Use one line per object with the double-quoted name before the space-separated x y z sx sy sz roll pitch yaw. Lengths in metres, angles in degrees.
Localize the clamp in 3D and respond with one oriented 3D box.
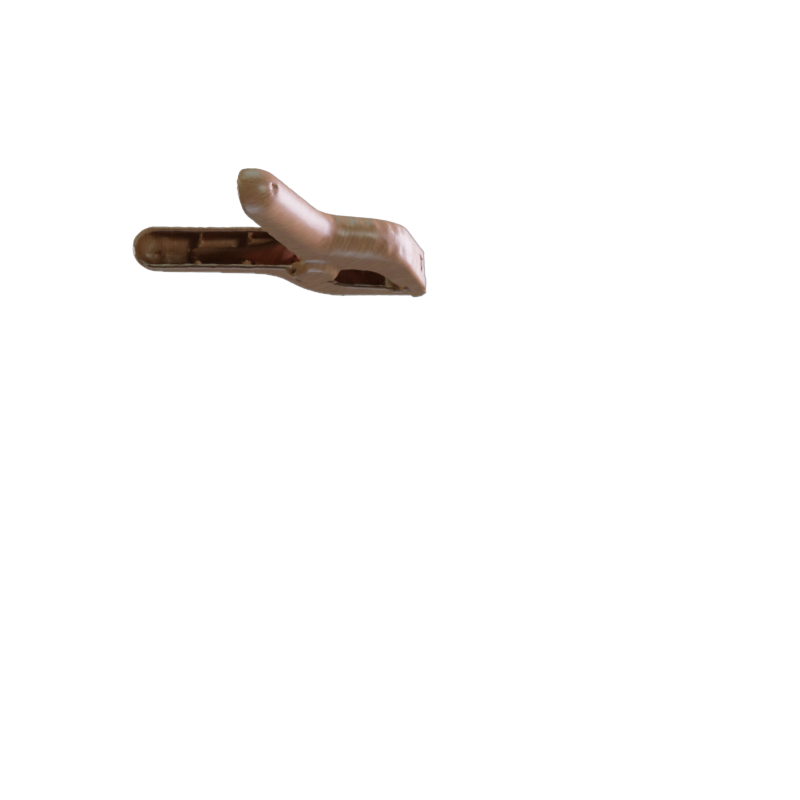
"clamp" -0.047 -0.087 0.606 0.165 0.040 0.122 3 -7 -29
